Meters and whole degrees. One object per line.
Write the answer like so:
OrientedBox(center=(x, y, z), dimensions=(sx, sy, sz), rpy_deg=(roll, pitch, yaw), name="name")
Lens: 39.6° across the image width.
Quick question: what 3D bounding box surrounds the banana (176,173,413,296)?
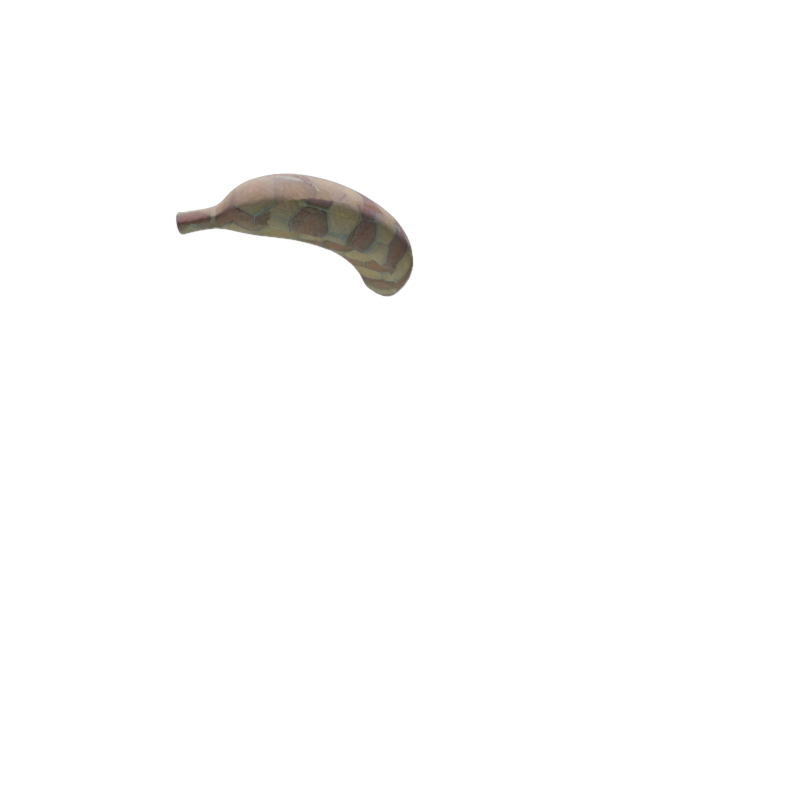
OrientedBox(center=(-0.038, -0.096, 0.643), dimensions=(0.071, 0.038, 0.186), rpy_deg=(-9, -14, 36), name="banana")
